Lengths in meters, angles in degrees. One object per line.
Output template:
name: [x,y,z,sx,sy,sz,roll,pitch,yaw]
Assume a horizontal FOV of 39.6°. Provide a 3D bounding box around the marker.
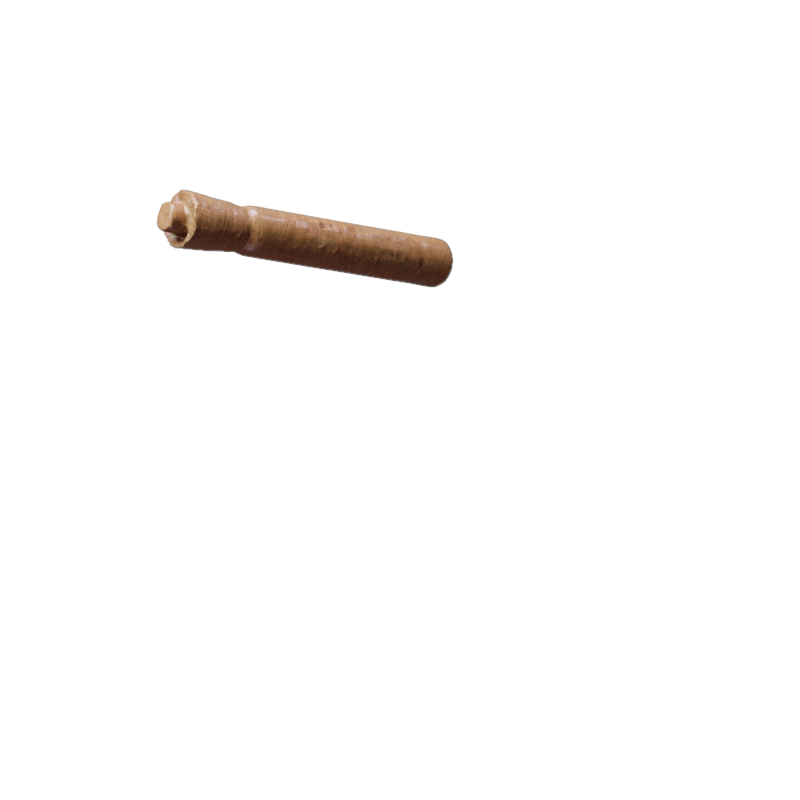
marker: [-0.030,-0.054,0.380,0.115,0.020,0.021,4,1,-41]
